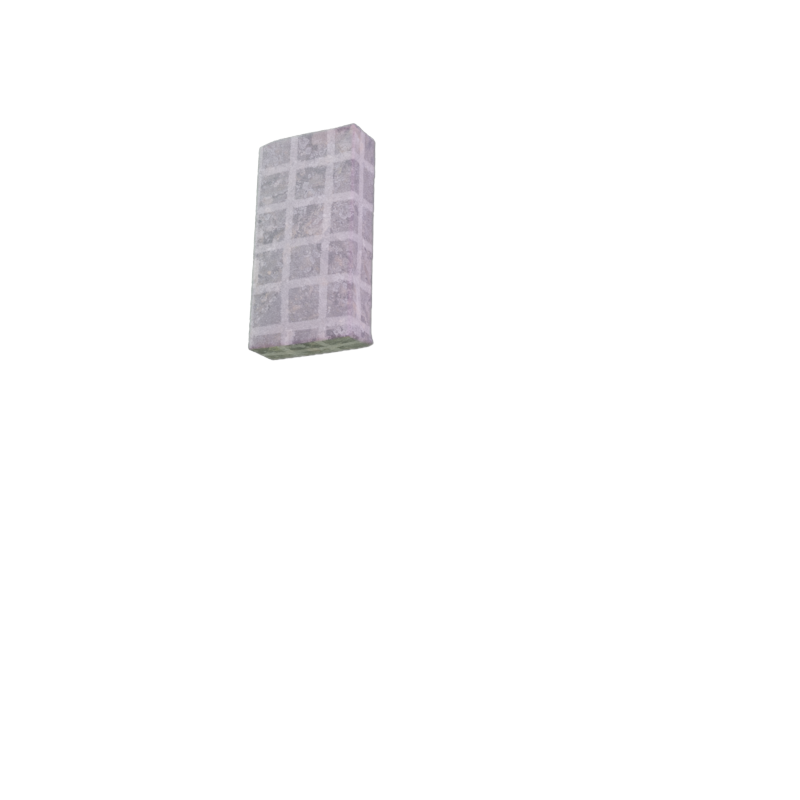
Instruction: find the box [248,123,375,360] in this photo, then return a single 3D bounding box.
[{"bbox_3d":[-0.069,-0.125,0.876,0.095,0.184,0.045,-10,-20,26],"label":"box"}]
